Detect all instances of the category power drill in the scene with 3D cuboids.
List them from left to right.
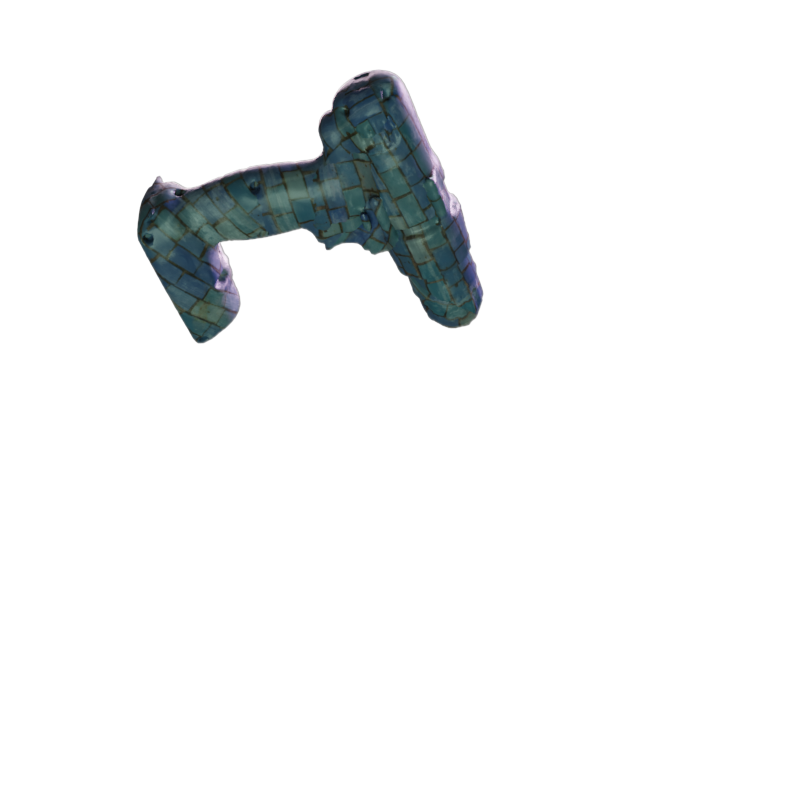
[{"bbox_3d":[-0.054,-0.099,0.694,0.188,0.172,0.061,-18,32,11],"label":"power drill"}]
